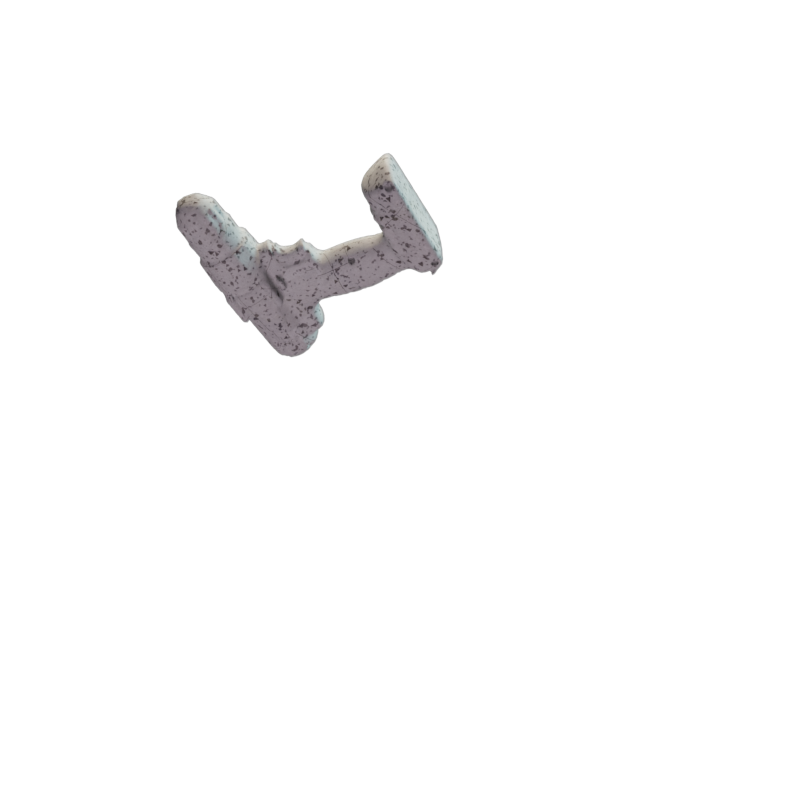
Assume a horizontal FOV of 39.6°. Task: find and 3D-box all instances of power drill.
[{"bbox_3d":[-0.073,-0.134,0.936,0.188,0.062,0.171,-23,-52,19],"label":"power drill"}]
